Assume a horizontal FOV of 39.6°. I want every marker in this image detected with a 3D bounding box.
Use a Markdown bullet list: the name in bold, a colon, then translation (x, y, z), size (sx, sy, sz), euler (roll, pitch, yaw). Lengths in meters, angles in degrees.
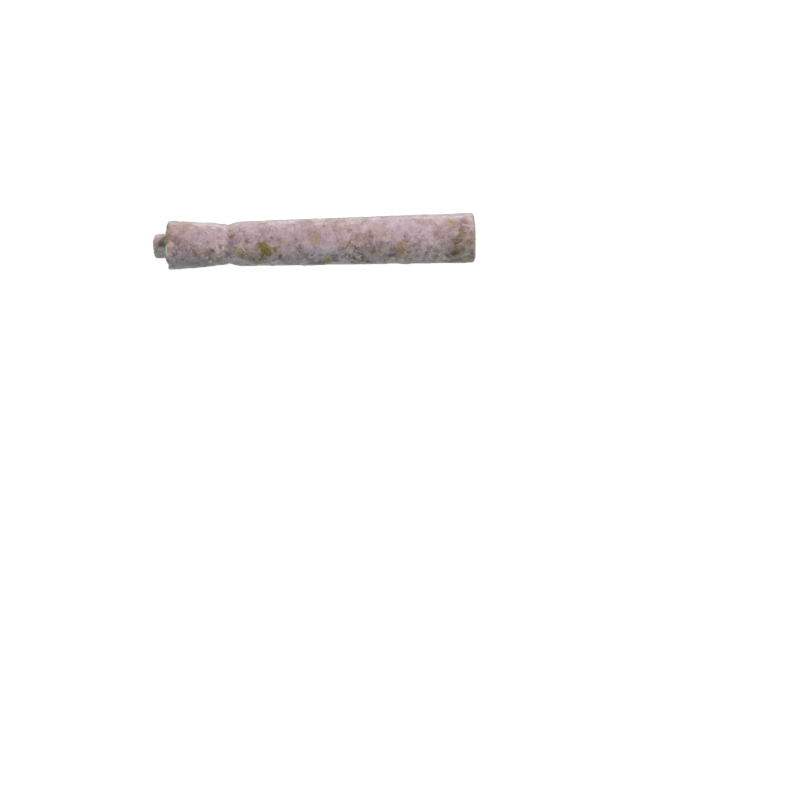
- **marker**: translation (-0.033, -0.060, 0.419), size (0.121, 0.020, 0.020), euler (-1, 4, 3)
